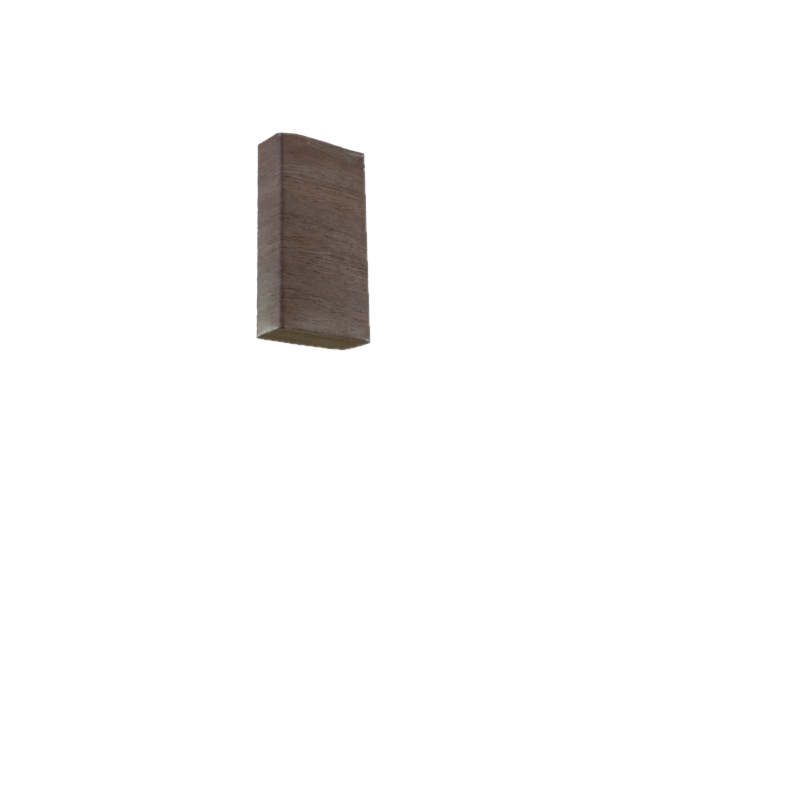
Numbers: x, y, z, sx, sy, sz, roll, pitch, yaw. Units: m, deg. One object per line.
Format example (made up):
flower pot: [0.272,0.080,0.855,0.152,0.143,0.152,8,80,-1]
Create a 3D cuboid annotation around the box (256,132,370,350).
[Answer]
box: [-0.074,-0.135,0.946,0.089,0.183,0.048,10,-20,-35]
